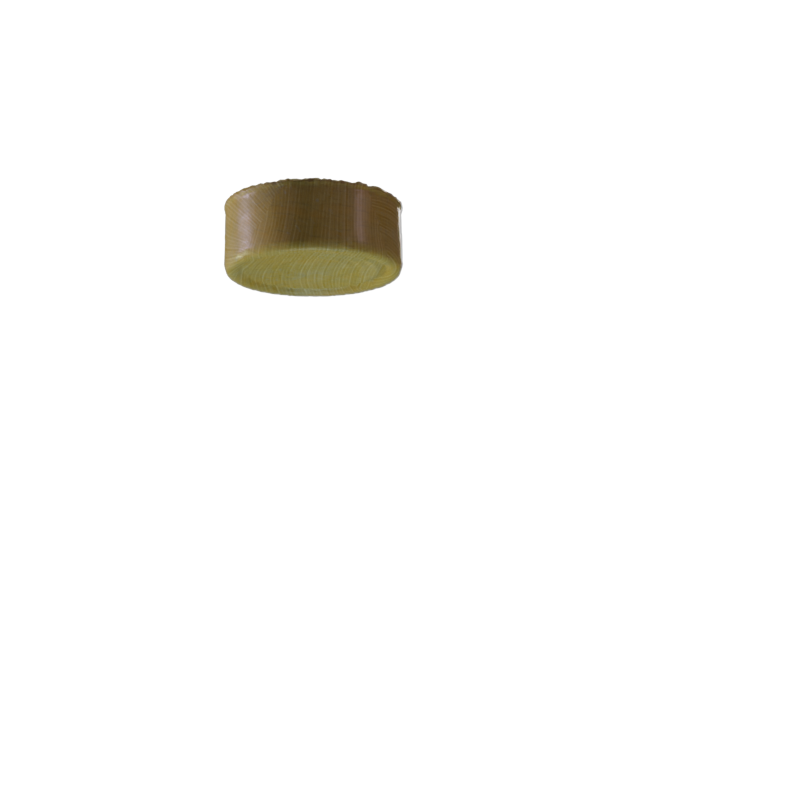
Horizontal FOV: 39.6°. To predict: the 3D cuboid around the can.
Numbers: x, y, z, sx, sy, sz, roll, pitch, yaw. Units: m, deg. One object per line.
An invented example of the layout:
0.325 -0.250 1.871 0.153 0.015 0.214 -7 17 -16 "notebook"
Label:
-0.041 -0.075 0.528 0.086 0.035 0.083 0 -11 -2 "can"
